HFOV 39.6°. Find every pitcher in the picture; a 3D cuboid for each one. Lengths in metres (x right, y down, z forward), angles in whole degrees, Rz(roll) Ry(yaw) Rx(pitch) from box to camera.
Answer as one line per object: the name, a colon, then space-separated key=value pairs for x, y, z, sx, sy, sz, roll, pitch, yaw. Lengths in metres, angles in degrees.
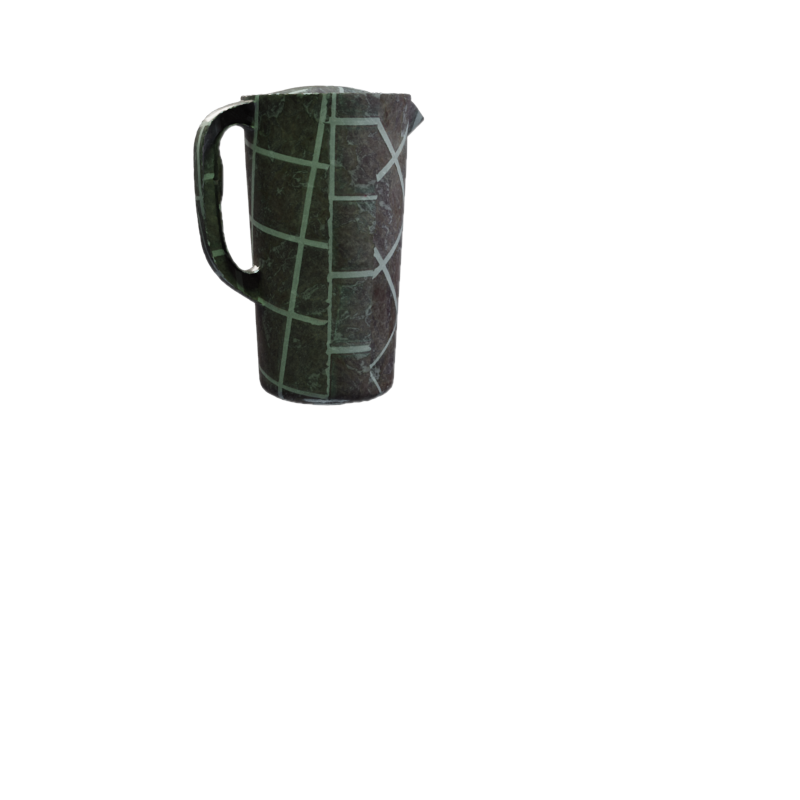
pitcher: x=-0.068 y=-0.124 z=0.870 sx=0.153 sy=0.239 sz=0.144 roll=3 pitch=8 yaw=18
